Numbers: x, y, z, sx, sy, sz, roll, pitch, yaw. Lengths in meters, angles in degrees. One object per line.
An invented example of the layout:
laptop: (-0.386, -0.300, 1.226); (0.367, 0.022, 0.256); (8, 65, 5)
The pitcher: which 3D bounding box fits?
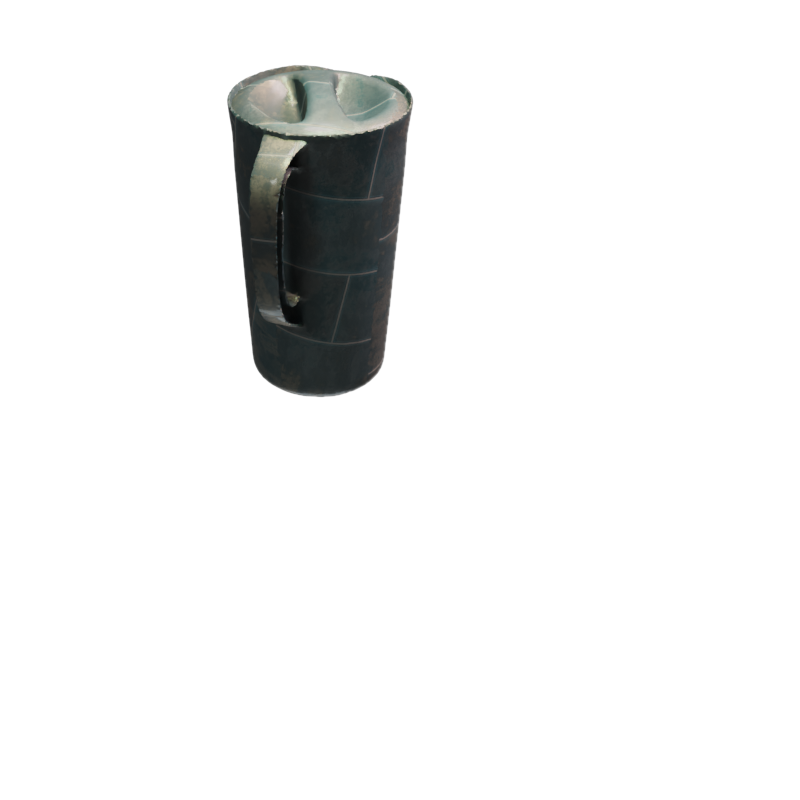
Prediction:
pitcher: (-0.066, -0.121, 0.844); (0.147, 0.228, 0.156); (-14, 36, -23)
